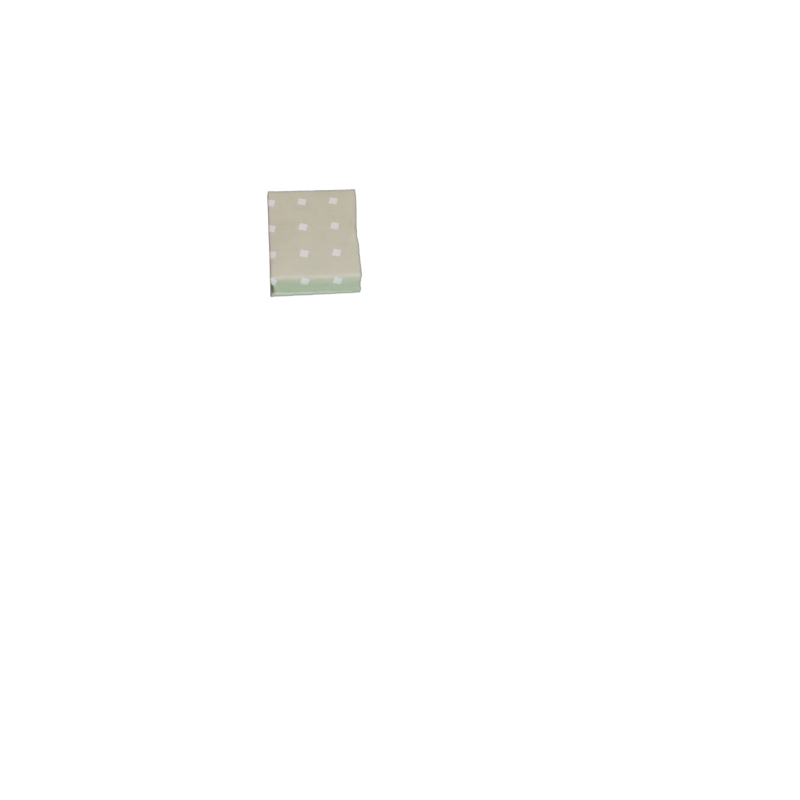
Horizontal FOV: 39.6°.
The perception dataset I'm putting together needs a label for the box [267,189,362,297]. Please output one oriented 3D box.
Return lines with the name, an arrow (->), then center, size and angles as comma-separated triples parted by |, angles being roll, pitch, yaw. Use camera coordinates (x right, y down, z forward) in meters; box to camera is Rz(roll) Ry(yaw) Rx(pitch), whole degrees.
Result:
box -> -0.070, -0.128, 0.895 | 0.073, 0.095, 0.028 | -3, -32, -2
